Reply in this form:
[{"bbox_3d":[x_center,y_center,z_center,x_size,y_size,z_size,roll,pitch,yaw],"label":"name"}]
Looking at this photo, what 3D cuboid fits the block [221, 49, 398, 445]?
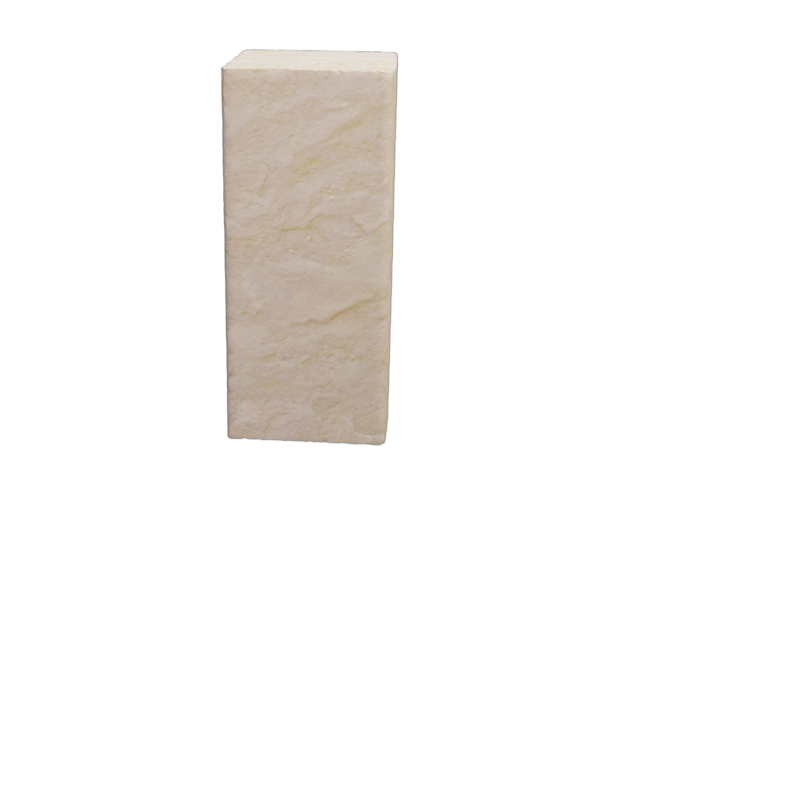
[{"bbox_3d":[-0.049,-0.090,0.627,0.091,0.198,0.093,2,18,2],"label":"block"}]
